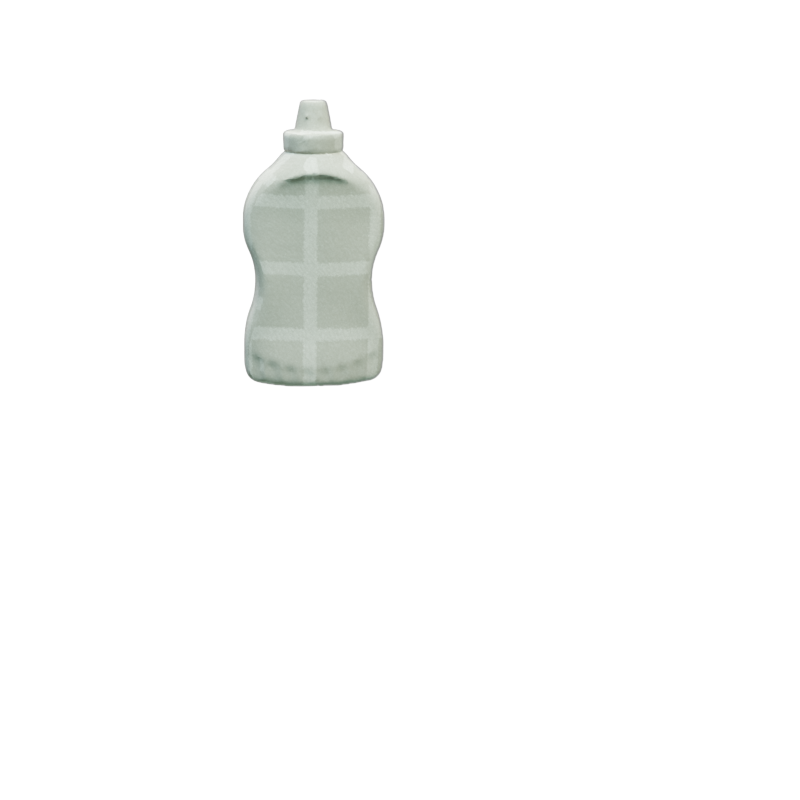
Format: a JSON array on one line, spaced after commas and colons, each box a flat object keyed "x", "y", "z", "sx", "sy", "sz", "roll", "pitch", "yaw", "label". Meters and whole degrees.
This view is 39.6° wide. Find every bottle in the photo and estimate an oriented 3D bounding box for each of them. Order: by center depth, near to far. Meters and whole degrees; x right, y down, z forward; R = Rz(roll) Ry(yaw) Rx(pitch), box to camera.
[{"x": -0.059, "y": -0.108, "z": 0.757, "sx": 0.096, "sy": 0.186, "sz": 0.060, "roll": 0, "pitch": 13, "yaw": -3, "label": "bottle"}]
